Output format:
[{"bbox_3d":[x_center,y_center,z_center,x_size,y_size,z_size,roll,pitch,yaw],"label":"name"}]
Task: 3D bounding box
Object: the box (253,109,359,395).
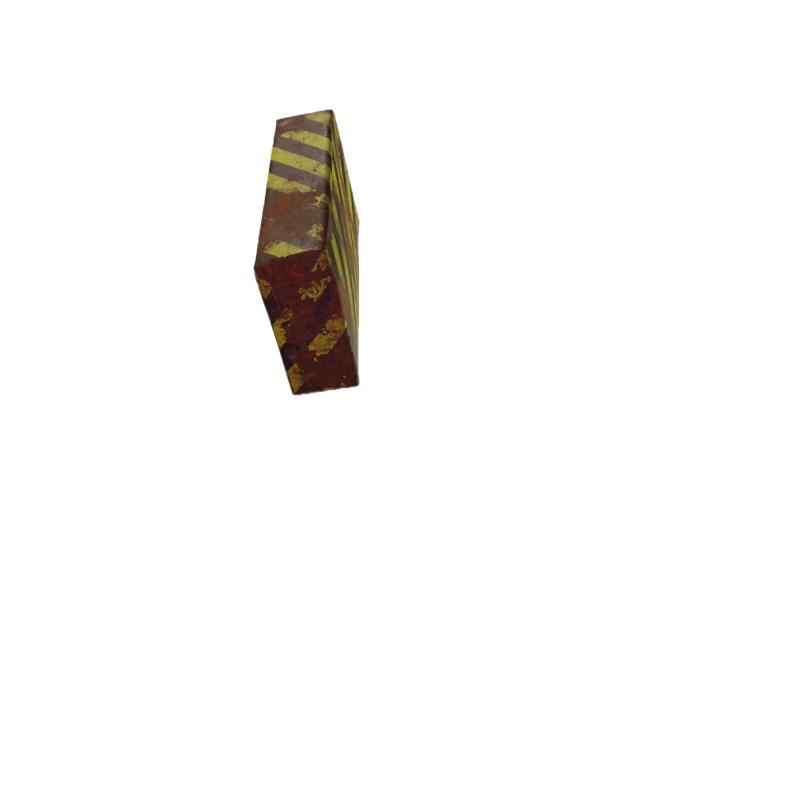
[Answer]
[{"bbox_3d":[-0.053,-0.096,0.673,0.048,0.087,0.188,-11,36,4],"label":"box"}]
